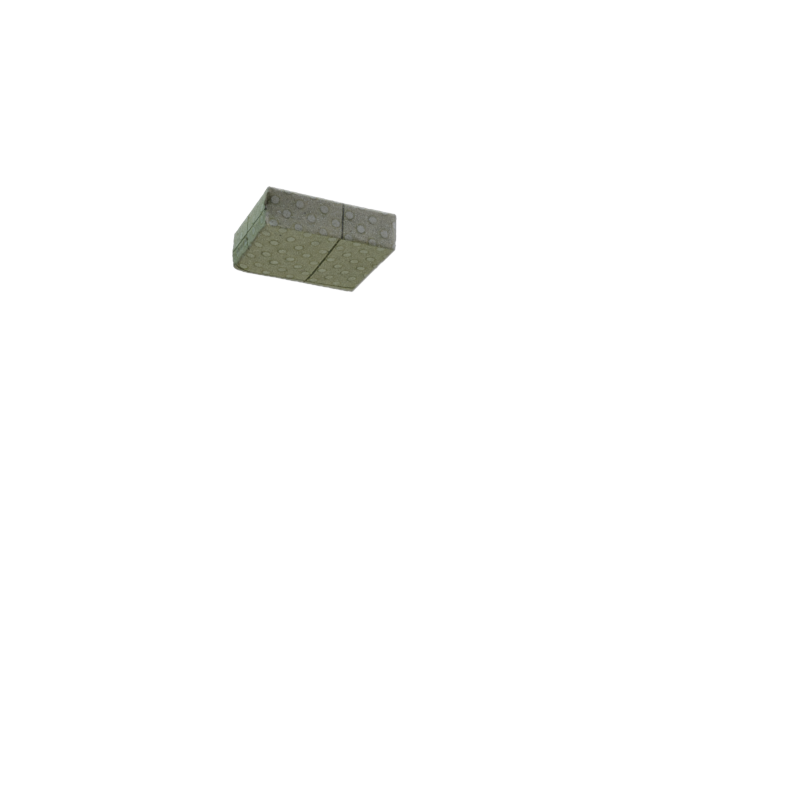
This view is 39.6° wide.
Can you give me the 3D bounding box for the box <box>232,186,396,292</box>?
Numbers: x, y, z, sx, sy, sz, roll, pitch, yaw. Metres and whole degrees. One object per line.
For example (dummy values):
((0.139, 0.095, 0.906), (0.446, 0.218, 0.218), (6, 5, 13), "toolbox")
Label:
((-0.071, -0.129, 0.905), (0.110, 0.041, 0.088), (8, -23, -21), "box")
